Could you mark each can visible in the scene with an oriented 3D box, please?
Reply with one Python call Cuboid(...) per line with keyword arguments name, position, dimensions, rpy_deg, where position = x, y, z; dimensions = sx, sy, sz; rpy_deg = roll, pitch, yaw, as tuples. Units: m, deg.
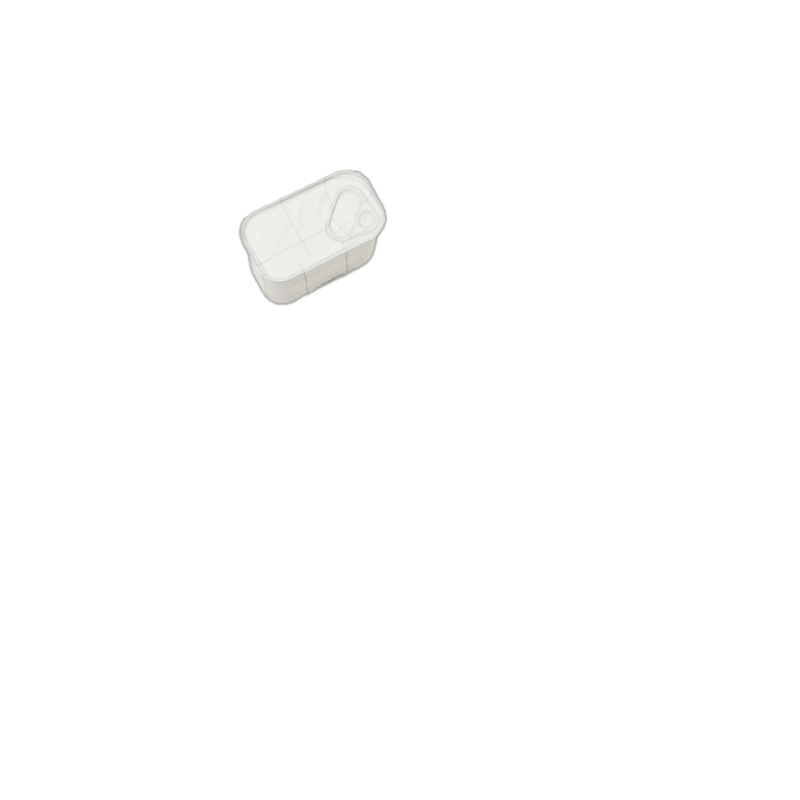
Cuboid(name="can", position=(-0.065, -0.118, 0.826), dimensions=(0.102, 0.059, 0.081), rpy_deg=(-27, -9, -8))
